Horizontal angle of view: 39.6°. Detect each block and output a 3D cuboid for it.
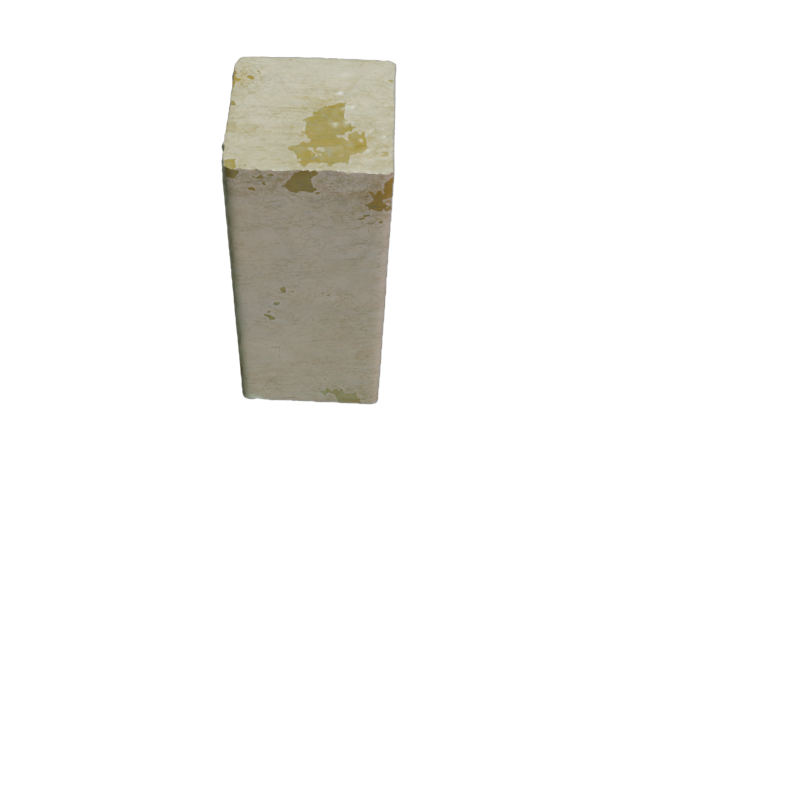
[{"bbox_3d":[-0.052,-0.094,0.656,0.090,0.097,0.192,3,-37,-2],"label":"block"}]
